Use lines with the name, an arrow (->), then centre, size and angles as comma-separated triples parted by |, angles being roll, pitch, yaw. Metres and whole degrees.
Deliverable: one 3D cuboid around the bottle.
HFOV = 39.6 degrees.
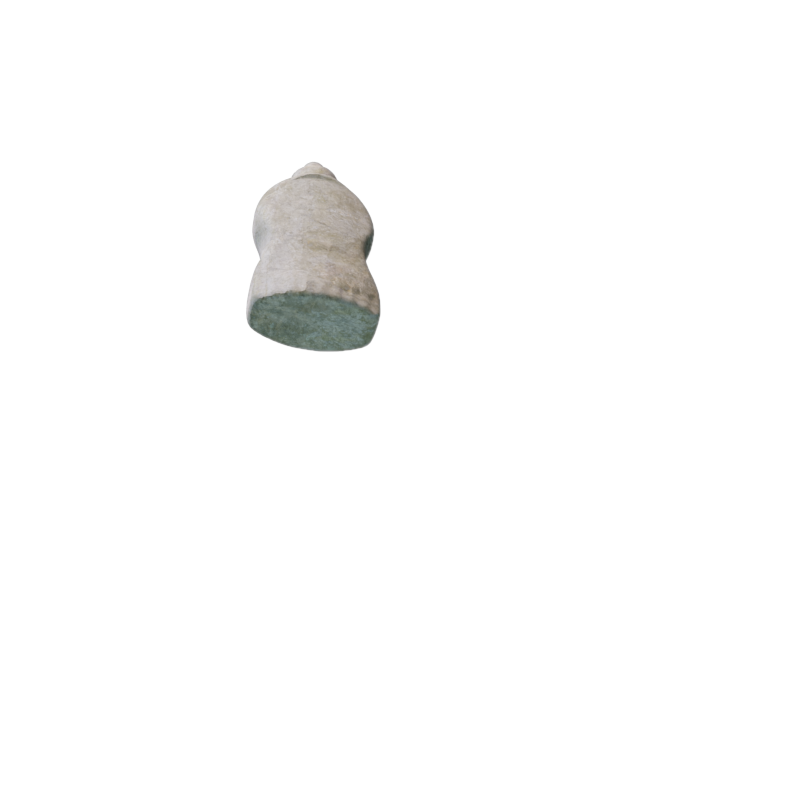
bottle -> -0.068, -0.124, 0.868 | 0.095, 0.055, 0.206 | 6, 43, -10
